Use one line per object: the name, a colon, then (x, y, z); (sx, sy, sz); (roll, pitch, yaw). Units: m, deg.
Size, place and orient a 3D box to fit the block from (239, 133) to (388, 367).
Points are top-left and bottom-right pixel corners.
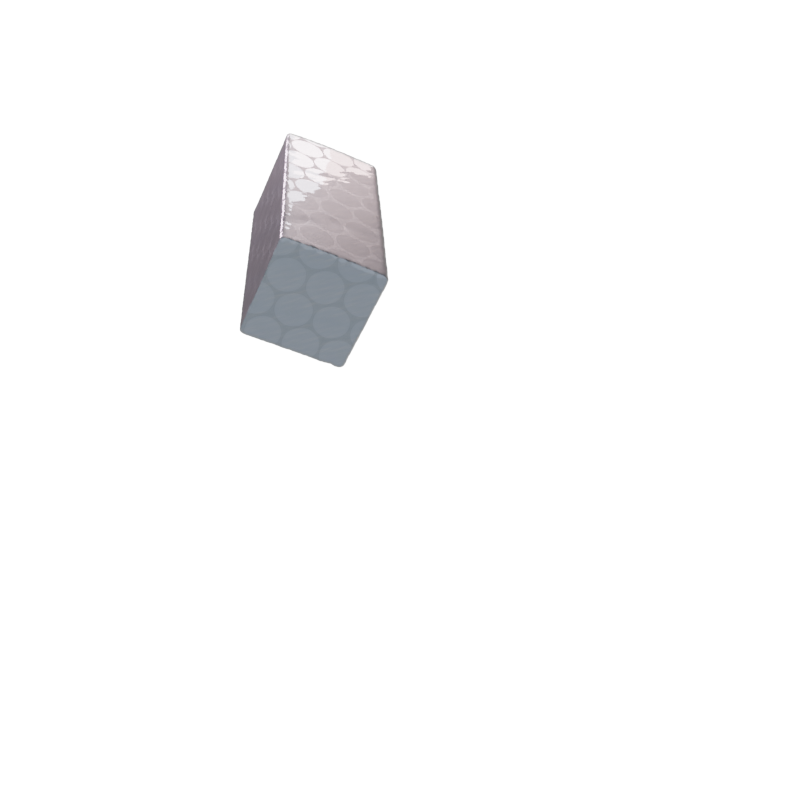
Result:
block: (-0.072, -0.132, 0.926); (0.088, 0.087, 0.220); (19, 29, -15)
